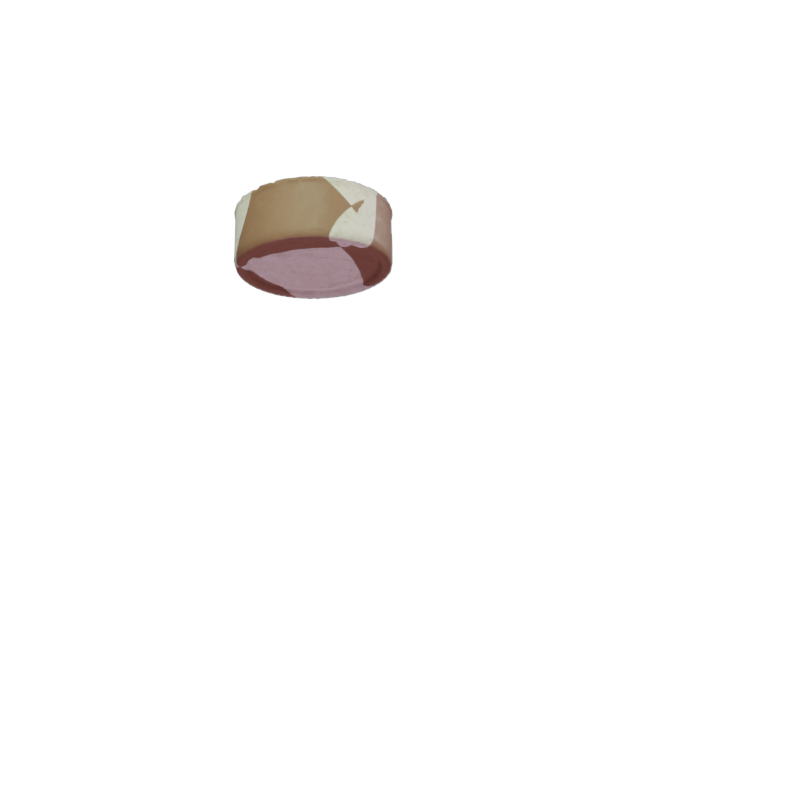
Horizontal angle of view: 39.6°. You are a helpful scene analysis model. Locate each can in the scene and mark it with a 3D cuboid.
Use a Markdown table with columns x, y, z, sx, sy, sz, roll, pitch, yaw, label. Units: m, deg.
| x | y | z | sx | sy | sz | roll | pitch | yaw | label |
| --- | --- | --- | --- | --- | --- | --- | --- | --- | --- |
| -0.047 | -0.085 | 0.595 | 0.086 | 0.035 | 0.082 | 0 | -20 | -2 | can |
